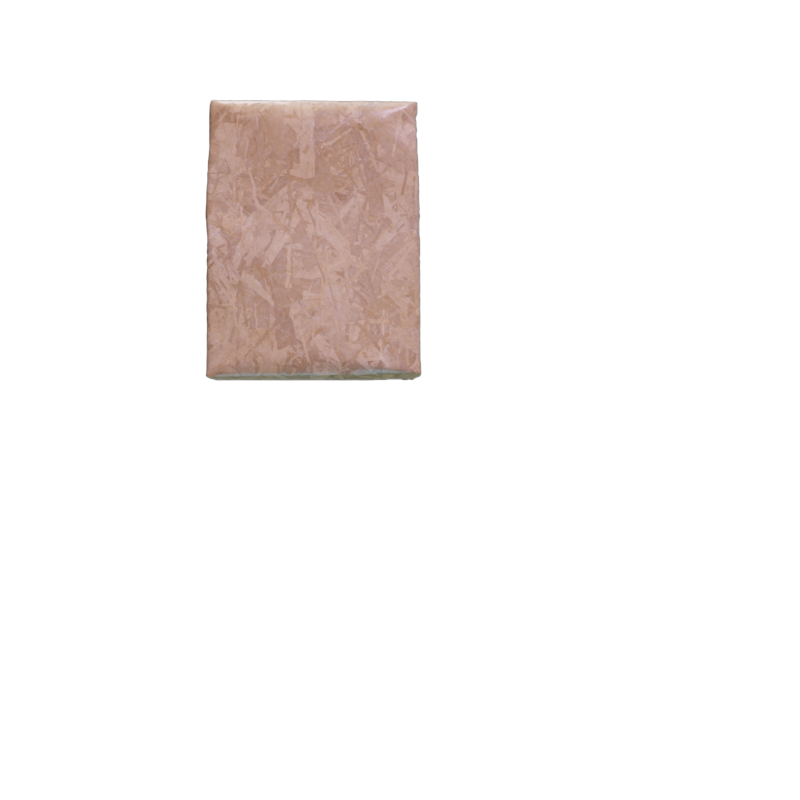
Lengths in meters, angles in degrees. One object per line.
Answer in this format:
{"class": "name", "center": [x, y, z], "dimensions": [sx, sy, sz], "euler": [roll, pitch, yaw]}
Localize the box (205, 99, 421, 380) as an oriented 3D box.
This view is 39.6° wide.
{"class": "box", "center": [-0.067, -0.123, 0.860], "dimensions": [0.164, 0.217, 0.071], "euler": [0, -7, -2]}
